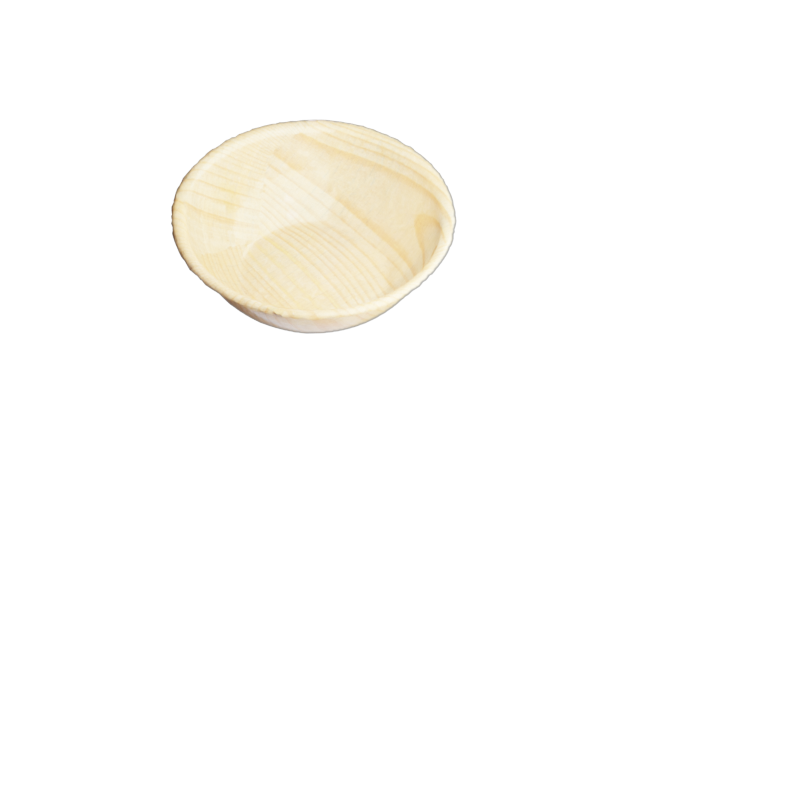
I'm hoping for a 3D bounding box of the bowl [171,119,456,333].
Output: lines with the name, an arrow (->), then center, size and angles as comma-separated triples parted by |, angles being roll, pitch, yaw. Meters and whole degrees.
bowl -> -0.051, -0.092, 0.647 | 0.162, 0.174, 0.051 | -1, -41, -1
